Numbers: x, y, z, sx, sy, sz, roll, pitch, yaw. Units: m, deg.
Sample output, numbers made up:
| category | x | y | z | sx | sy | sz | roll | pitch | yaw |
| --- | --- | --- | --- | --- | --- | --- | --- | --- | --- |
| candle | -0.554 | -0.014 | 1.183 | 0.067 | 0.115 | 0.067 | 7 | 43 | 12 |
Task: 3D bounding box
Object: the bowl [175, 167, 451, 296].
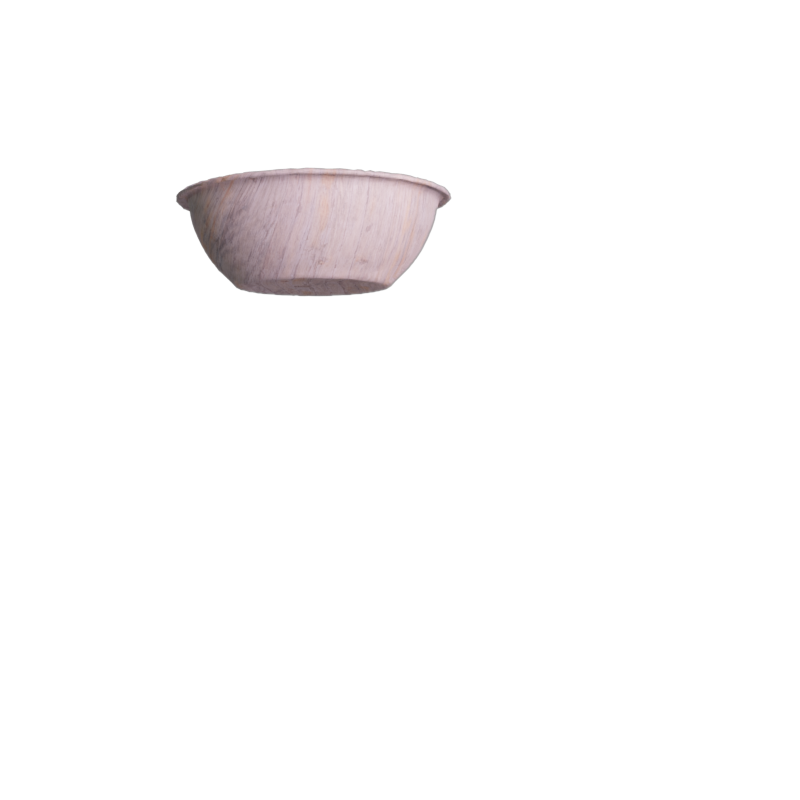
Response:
| category | x | y | z | sx | sy | sz | roll | pitch | yaw |
| --- | --- | --- | --- | --- | --- | --- | --- | --- | --- |
| bowl | -0.051 | -0.093 | 0.653 | 0.162 | 0.056 | 0.160 | 0 | -2 | -2 |
